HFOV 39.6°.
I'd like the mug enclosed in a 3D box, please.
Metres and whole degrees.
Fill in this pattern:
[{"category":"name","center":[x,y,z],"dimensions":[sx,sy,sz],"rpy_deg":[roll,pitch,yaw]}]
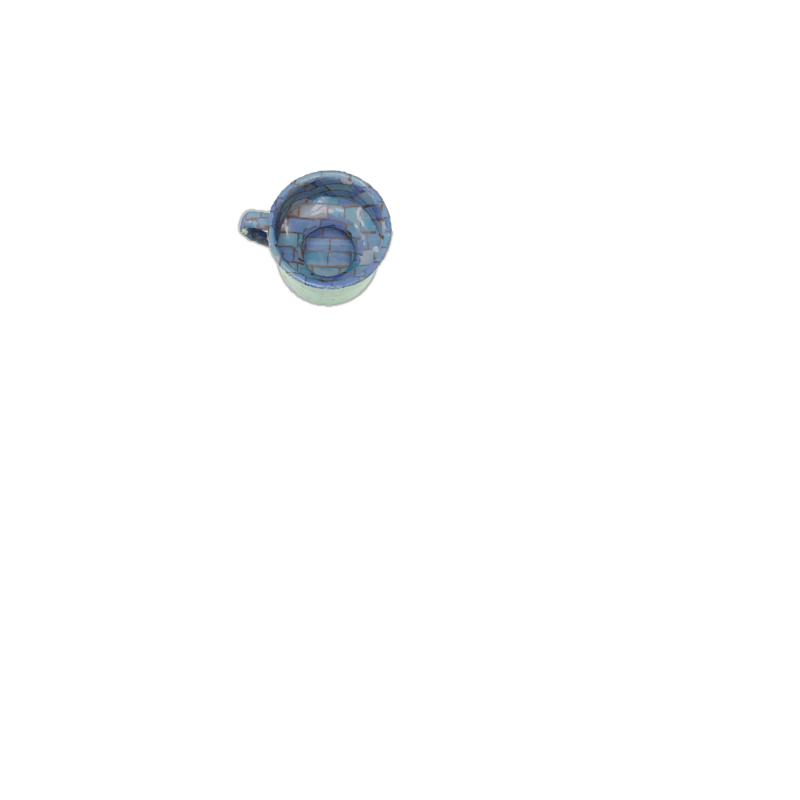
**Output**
[{"category":"mug","center":[-0.067,-0.123,0.860],"dimensions":[0.117,0.096,0.079],"rpy_deg":[10,-14,1]}]
